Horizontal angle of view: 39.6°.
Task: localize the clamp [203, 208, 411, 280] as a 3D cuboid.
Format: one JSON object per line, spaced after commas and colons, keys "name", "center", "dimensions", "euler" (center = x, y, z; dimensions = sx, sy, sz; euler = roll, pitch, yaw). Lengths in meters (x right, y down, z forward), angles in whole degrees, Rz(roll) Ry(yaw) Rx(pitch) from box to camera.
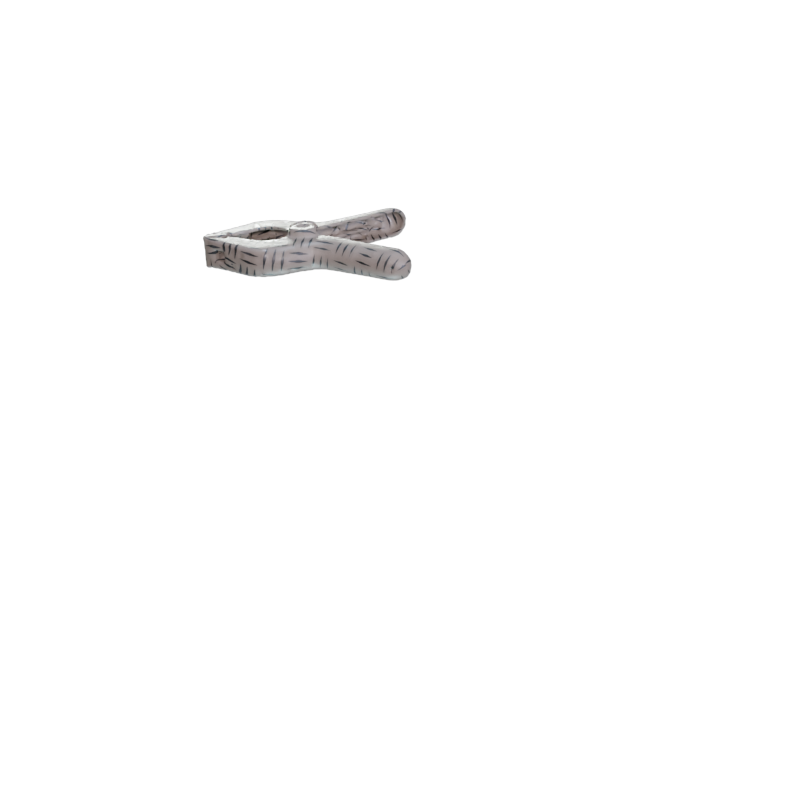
{"name": "clamp", "center": [-0.071, -0.129, 0.906], "dimensions": [0.174, 0.038, 0.123], "euler": [4, 22, 9]}
